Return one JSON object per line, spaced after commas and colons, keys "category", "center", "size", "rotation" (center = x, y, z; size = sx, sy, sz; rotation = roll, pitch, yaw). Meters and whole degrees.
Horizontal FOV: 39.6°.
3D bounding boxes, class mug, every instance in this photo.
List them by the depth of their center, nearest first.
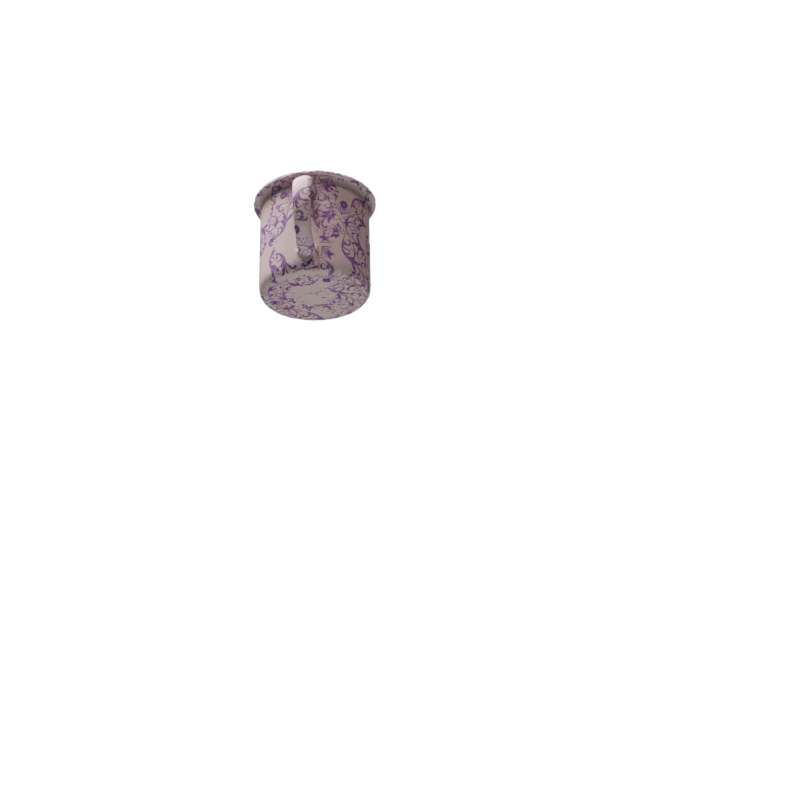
{"category": "mug", "center": [-0.064, -0.116, 0.814], "size": [0.093, 0.087, 0.110], "rotation": [-2, -26, 2]}
